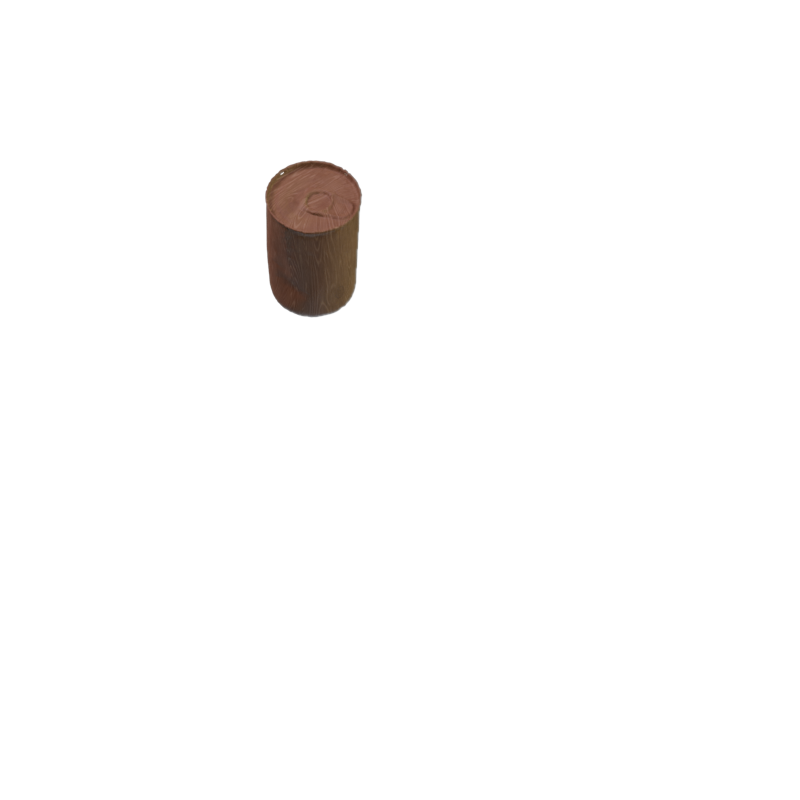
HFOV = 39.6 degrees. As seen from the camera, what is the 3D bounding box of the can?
[{"bbox_3d":[-0.064,-0.116,0.814,0.068,0.073,0.095,0,-36,-3],"label":"can"}]
